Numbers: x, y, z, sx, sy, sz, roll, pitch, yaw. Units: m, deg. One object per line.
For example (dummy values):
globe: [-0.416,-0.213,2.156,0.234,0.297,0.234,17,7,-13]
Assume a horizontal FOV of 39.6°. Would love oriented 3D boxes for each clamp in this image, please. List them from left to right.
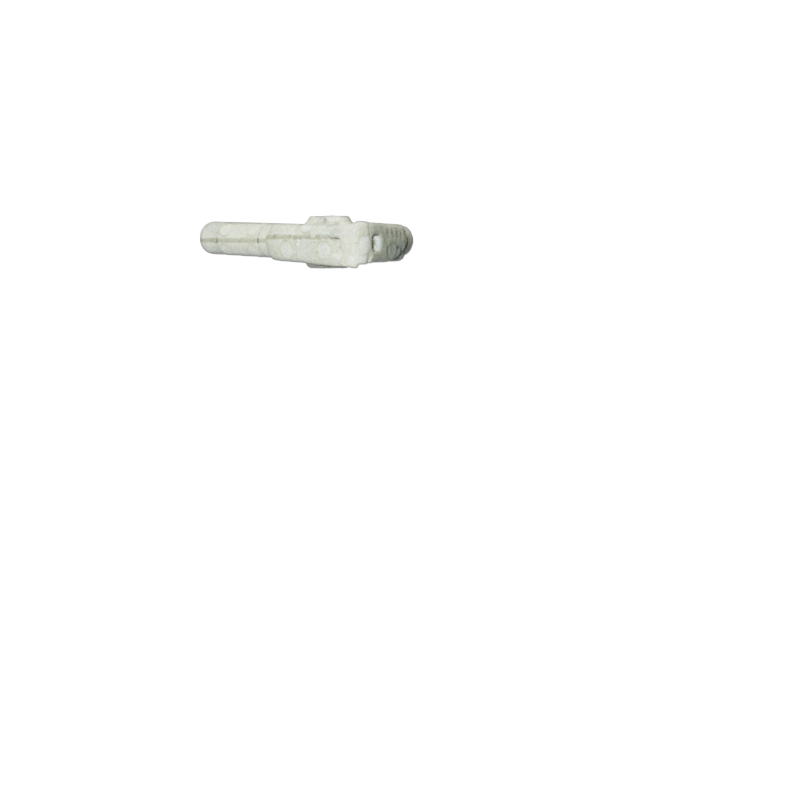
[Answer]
clamp: [-0.060,-0.110,0.770,0.163,0.036,0.214,-1,9,-6]
